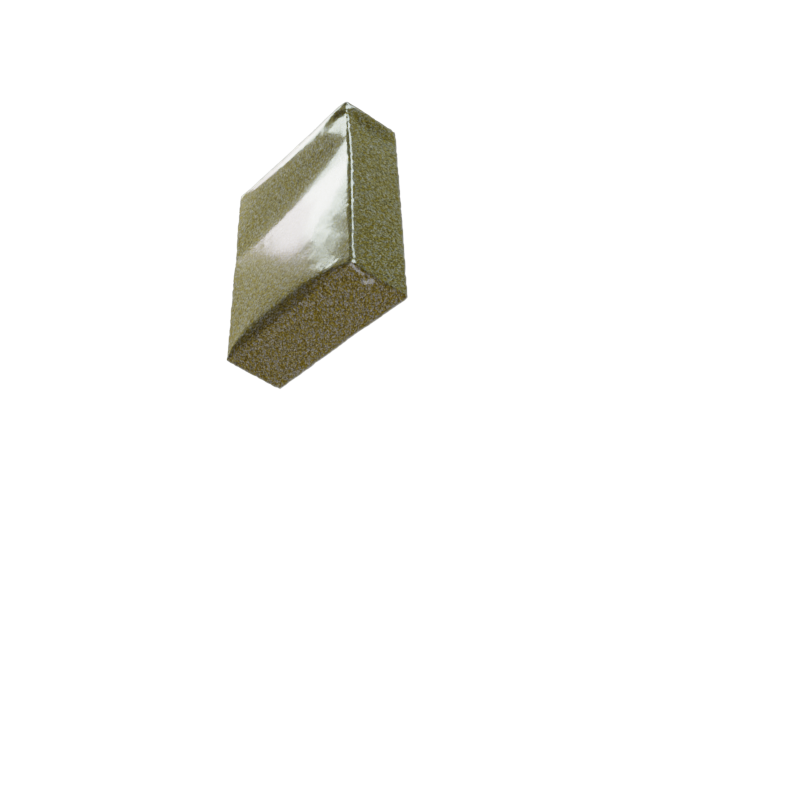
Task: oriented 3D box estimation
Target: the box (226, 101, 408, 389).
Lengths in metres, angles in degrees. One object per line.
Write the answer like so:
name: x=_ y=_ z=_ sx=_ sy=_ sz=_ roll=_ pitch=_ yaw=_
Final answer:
box: x=-0.078 y=-0.143 z=0.999 sx=0.067 sy=0.230 sz=0.162 roll=31 pitch=-51 yaw=-33
